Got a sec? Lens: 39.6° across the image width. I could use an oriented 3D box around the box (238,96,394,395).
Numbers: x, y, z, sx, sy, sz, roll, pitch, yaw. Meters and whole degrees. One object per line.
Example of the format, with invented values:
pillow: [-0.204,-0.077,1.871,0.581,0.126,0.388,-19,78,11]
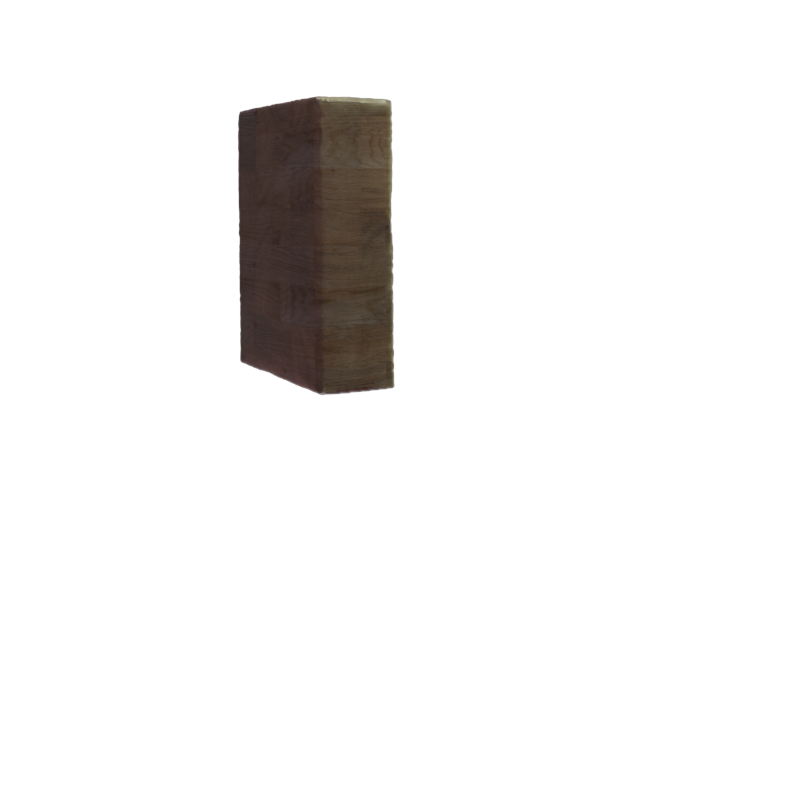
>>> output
box: [-0.068,-0.124,0.869,0.070,0.212,0.171,-2,6,-27]
